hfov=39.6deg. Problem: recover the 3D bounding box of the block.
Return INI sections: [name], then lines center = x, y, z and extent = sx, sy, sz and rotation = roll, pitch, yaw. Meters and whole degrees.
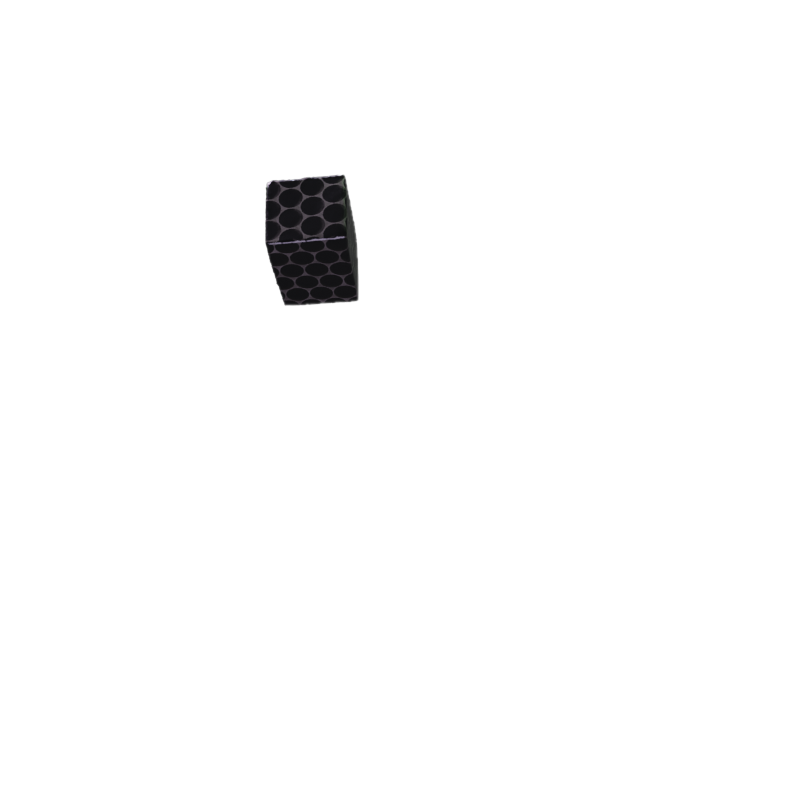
[block]
center = -0.057, -0.104, 0.728
extent = 0.053, 0.055, 0.073
rotation = -4, -30, 4
